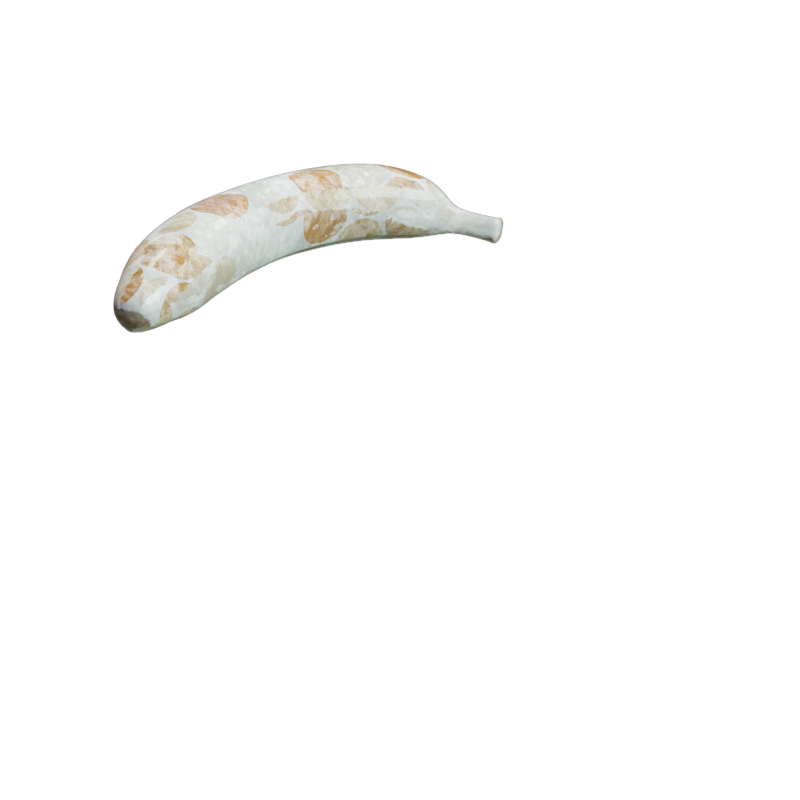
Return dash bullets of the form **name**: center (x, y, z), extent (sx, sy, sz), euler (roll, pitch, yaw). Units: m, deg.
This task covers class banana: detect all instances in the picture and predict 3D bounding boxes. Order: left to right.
- **banana**: center (-0.045, -0.073, 0.470), extent (0.195, 0.035, 0.074), euler (-21, 32, -37)
